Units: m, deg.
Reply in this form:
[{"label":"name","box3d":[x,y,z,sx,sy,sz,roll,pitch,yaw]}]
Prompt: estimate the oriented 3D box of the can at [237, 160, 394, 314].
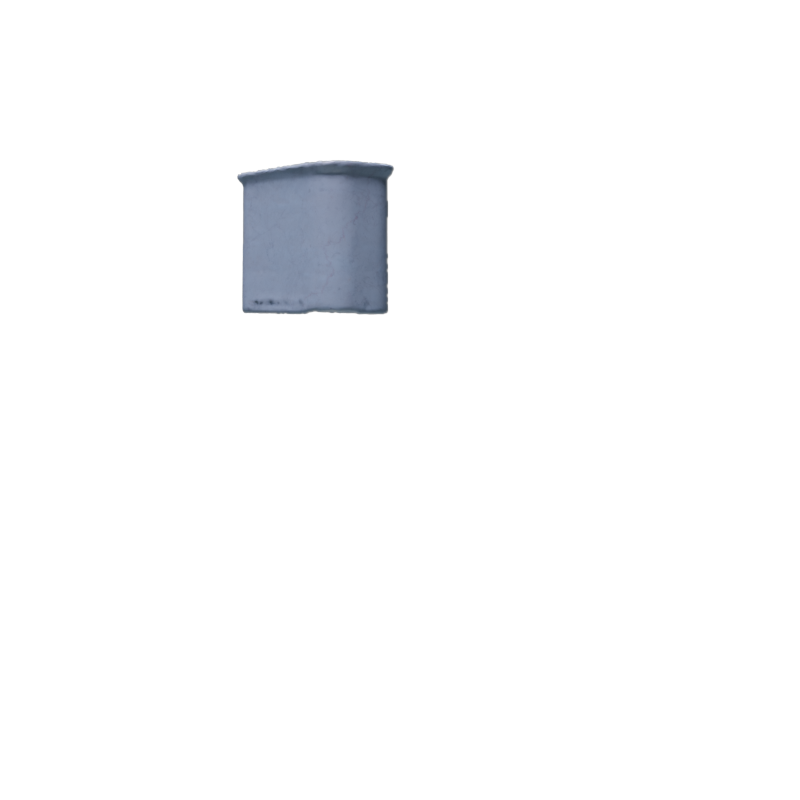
[{"label":"can","box3d":[-0.051,-0.092,0.646,0.055,0.084,0.106,0,2,-39]}]
